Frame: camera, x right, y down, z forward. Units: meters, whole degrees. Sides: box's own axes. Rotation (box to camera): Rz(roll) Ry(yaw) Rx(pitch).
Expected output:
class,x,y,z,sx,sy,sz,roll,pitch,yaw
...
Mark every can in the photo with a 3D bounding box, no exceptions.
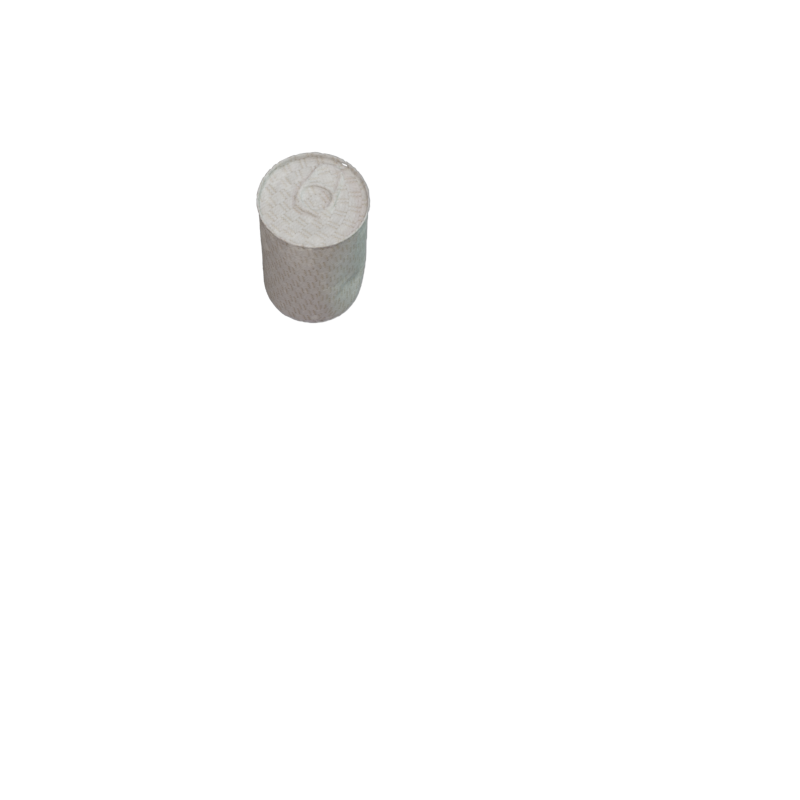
class,x,y,z,sx,sy,sz,roll,pitch,yaw
can,-0.055,-0.100,0.703,0.068,0.073,0.096,0,-26,-3
